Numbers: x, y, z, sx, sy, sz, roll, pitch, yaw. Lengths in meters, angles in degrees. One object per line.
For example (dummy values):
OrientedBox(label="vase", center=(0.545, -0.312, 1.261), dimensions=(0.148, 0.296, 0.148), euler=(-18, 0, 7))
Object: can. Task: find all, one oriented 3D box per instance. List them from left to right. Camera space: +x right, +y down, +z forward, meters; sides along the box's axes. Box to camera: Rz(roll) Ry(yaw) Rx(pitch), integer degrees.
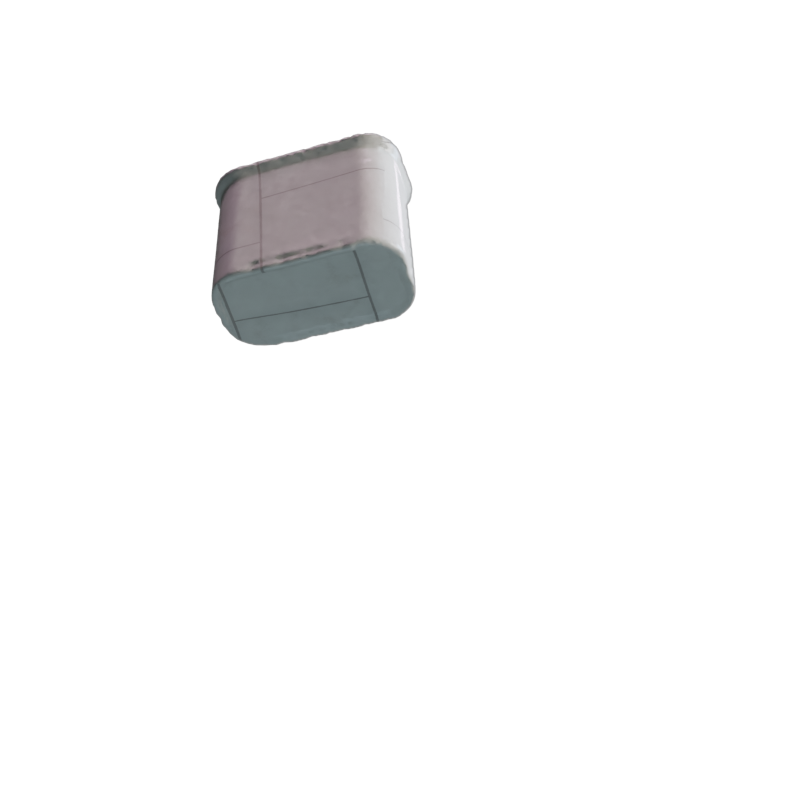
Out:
OrientedBox(label="can", center=(-0.044, -0.080, 0.557), dimensions=(0.103, 0.090, 0.053), euler=(-13, -47, 11))
